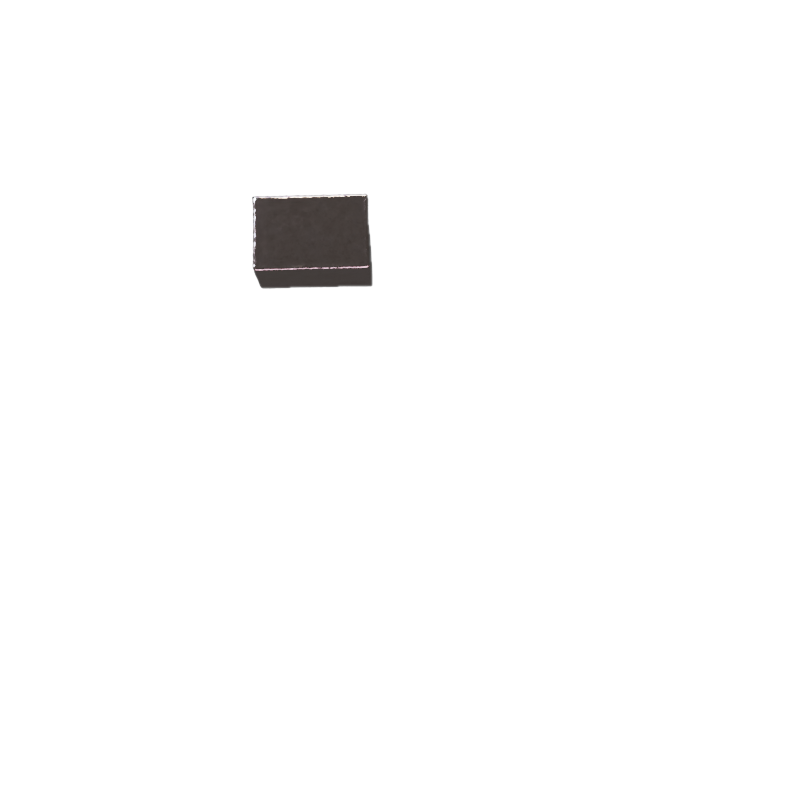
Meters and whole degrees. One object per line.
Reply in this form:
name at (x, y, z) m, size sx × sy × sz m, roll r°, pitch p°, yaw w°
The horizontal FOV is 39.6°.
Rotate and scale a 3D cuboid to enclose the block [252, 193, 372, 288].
block at (-0.058, -0.106, 0.739) m, size 0.078 × 0.053 × 0.051 m, roll -1°, pitch -13°, yaw 2°
